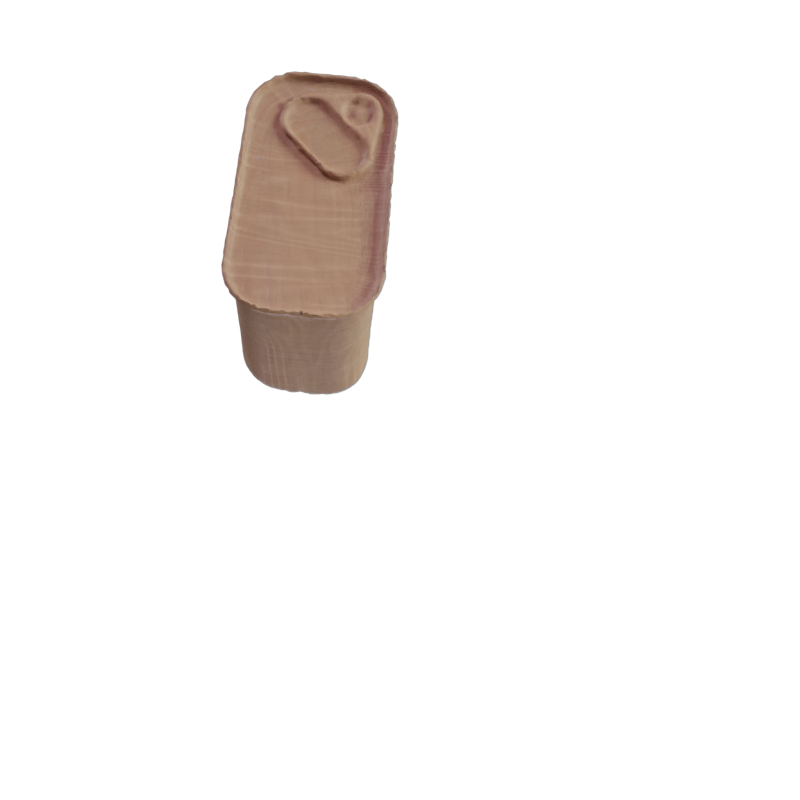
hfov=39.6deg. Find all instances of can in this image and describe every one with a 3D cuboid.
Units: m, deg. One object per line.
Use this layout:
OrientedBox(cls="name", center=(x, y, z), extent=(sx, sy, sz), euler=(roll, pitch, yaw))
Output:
OrientedBox(cls="can", center=(-0.034, -0.062, 0.434), extent=(0.058, 0.108, 0.079), euler=(5, -25, -1))
